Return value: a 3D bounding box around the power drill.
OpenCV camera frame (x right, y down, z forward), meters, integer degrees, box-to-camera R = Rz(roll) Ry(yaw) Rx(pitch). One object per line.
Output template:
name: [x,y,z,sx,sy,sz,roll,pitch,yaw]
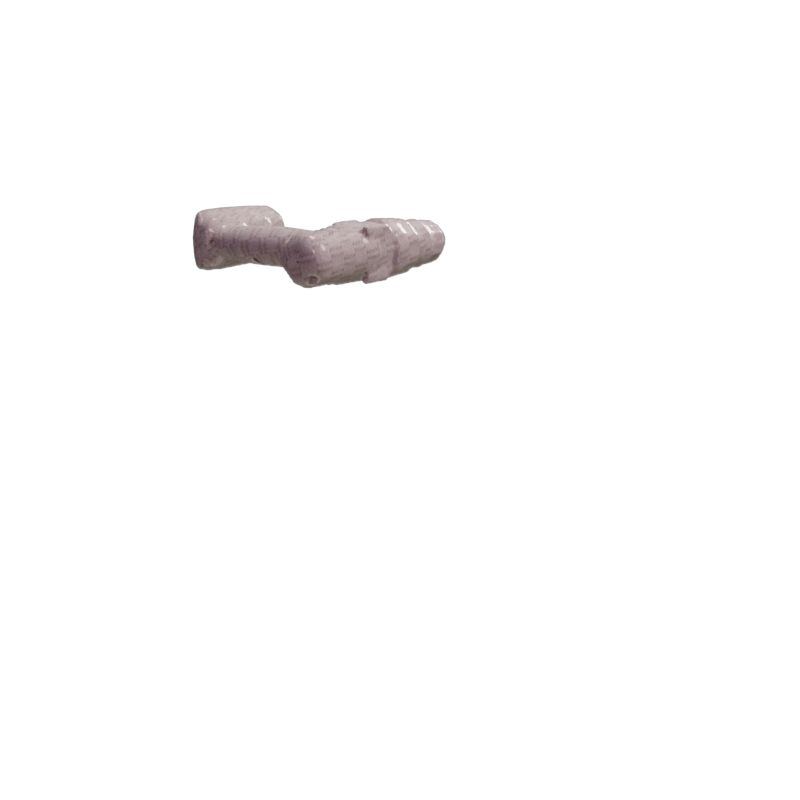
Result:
power drill: [-0.077,-0.141,0.985,0.197,0.056,0.179,11,16,40]
